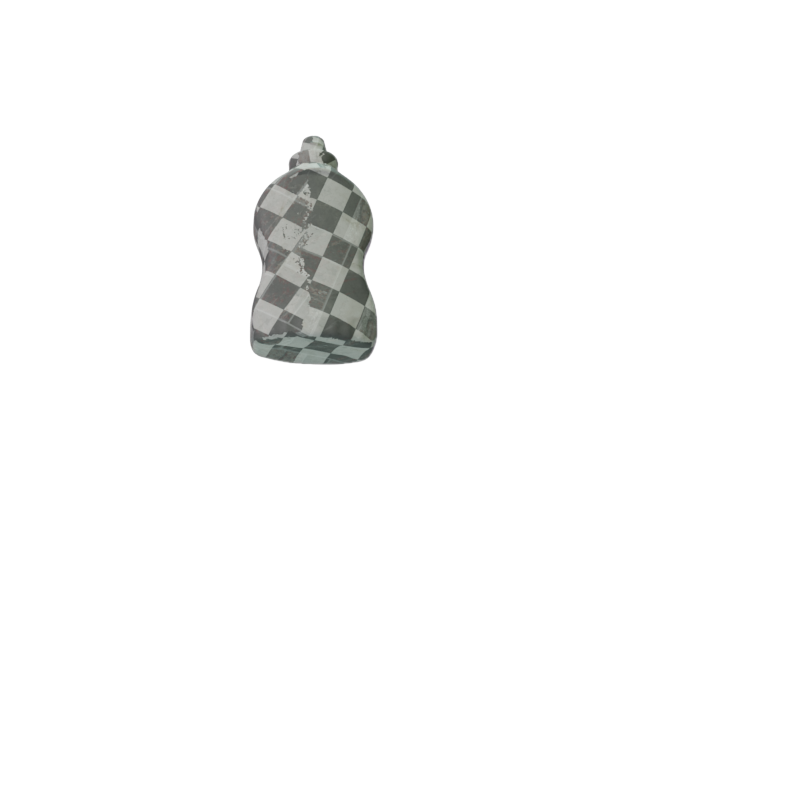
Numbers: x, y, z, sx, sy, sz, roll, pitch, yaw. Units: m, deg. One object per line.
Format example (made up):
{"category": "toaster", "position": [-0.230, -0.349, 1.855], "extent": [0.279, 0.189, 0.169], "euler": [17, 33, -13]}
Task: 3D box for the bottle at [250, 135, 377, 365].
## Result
{"category": "bottle", "position": [-0.069, -0.126, 0.882], "extent": [0.095, 0.203, 0.055], "euler": [1, -27, -6]}
